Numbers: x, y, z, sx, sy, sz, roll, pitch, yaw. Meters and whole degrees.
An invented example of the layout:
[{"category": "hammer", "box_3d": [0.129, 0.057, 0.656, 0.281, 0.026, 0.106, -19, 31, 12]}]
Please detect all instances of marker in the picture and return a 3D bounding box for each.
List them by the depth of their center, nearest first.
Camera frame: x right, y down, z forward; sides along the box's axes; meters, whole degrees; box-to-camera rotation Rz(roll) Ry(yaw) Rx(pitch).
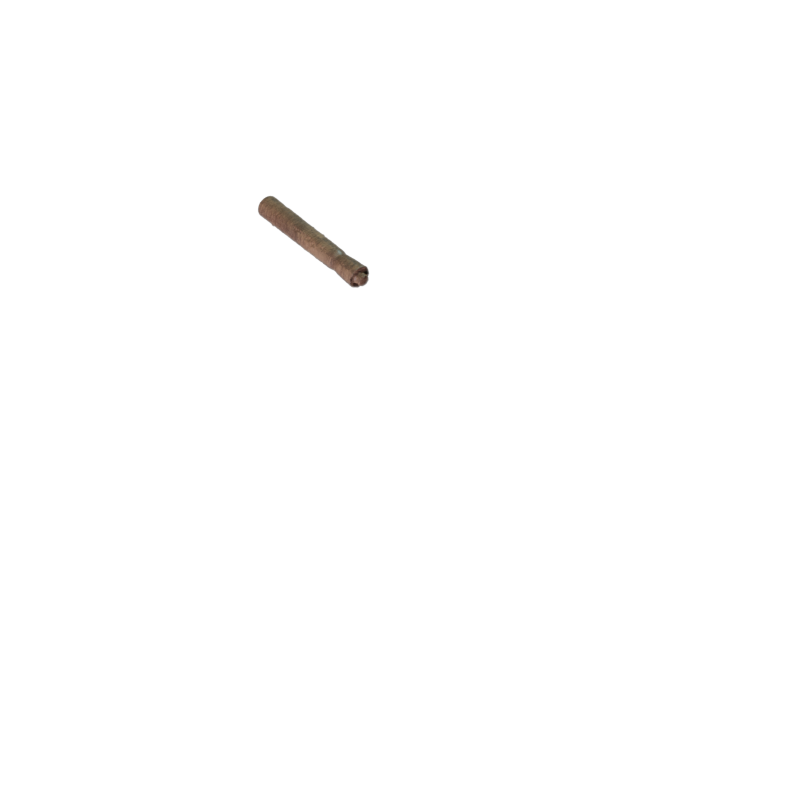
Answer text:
[{"category": "marker", "box_3d": [-0.067, -0.122, 0.853, 0.019, 0.019, 0.130, -3, 34, -46]}]
